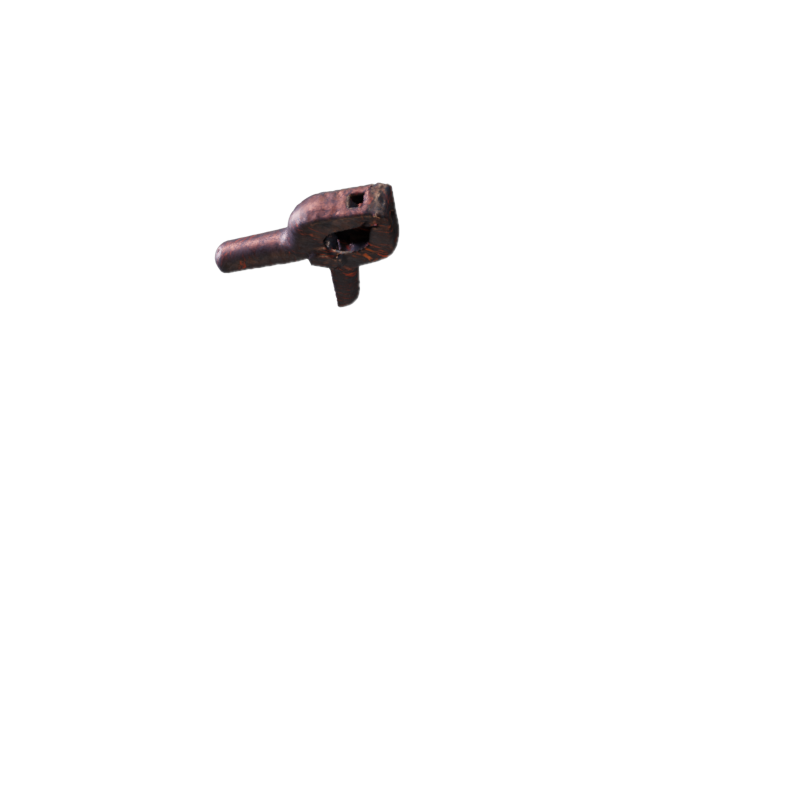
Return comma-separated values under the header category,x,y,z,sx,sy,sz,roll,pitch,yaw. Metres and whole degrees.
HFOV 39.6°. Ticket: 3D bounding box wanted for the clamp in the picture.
category,x,y,z,sx,sy,sz,roll,pitch,yaw
clamp,-0.063,-0.115,0.808,0.117,0.041,0.167,7,-21,-19
